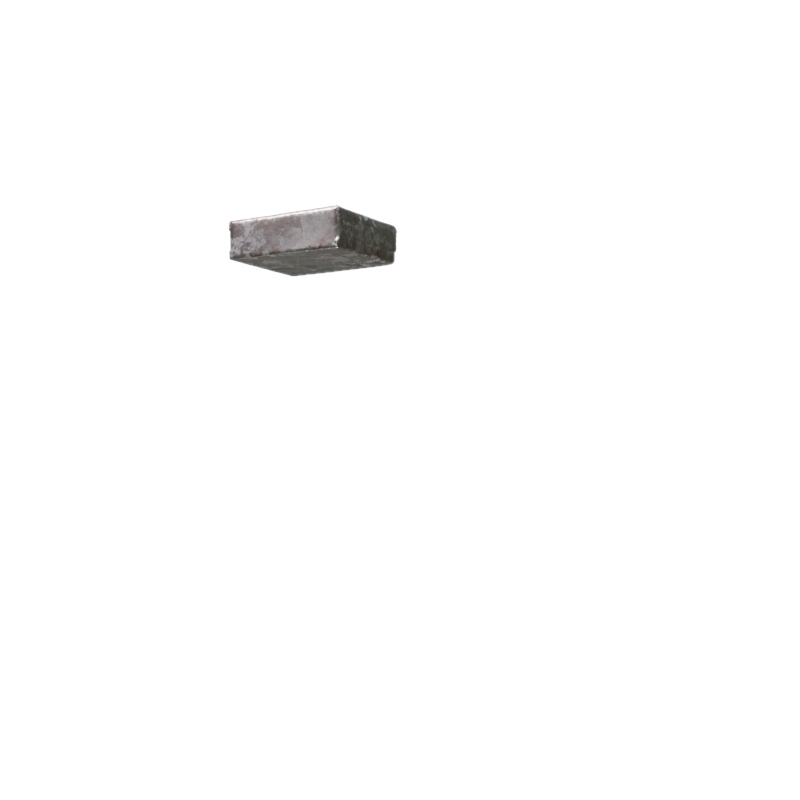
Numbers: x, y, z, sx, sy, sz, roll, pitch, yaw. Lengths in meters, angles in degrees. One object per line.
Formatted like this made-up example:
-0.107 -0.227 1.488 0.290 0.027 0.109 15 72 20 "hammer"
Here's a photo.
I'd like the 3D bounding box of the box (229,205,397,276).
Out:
-0.058 -0.106 0.743 0.092 0.031 0.069 -3 -6 32 "box"
